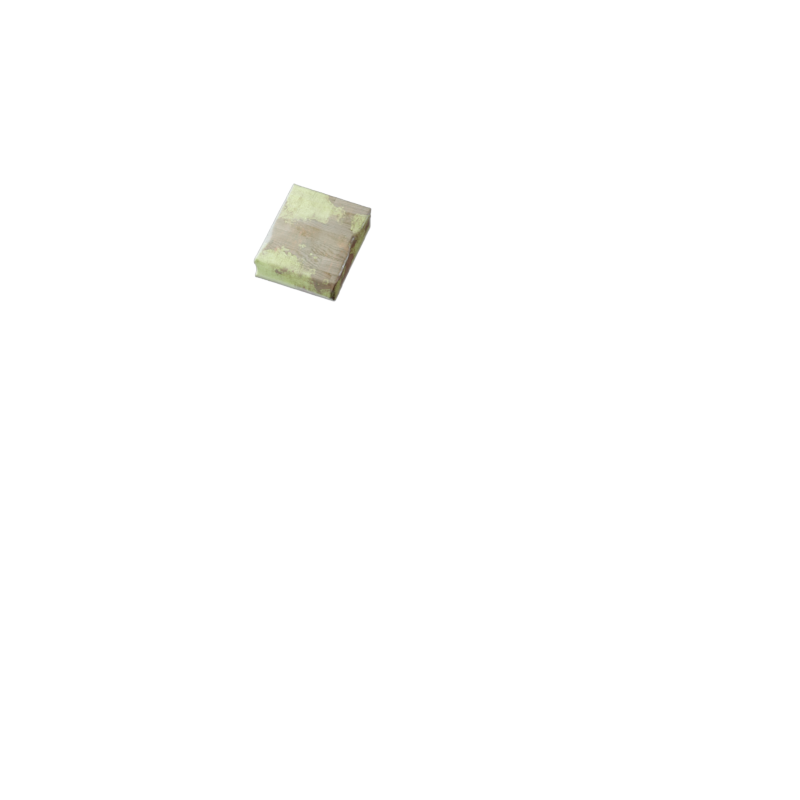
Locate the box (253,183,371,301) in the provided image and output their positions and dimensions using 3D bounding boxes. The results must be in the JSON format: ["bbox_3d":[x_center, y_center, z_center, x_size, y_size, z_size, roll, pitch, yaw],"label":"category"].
[{"bbox_3d":[-0.073,-0.133,0.933,0.075,0.093,0.028,18,-32,11],"label":"box"}]
